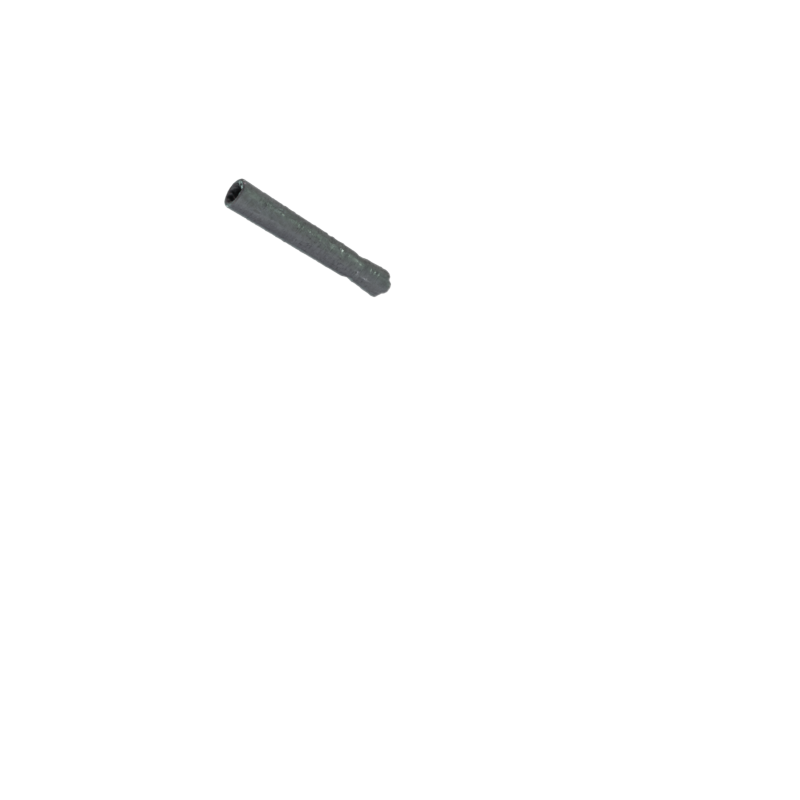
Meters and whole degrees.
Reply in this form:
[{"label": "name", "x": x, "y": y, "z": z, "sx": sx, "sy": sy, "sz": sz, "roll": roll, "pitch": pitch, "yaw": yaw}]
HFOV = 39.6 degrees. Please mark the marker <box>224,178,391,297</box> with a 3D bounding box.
[{"label": "marker", "x": -0.052, "y": -0.094, "z": 0.658, "sx": 0.114, "sy": 0.020, "sz": 0.020, "roll": 29, "pitch": -13, "yaw": -30}]
